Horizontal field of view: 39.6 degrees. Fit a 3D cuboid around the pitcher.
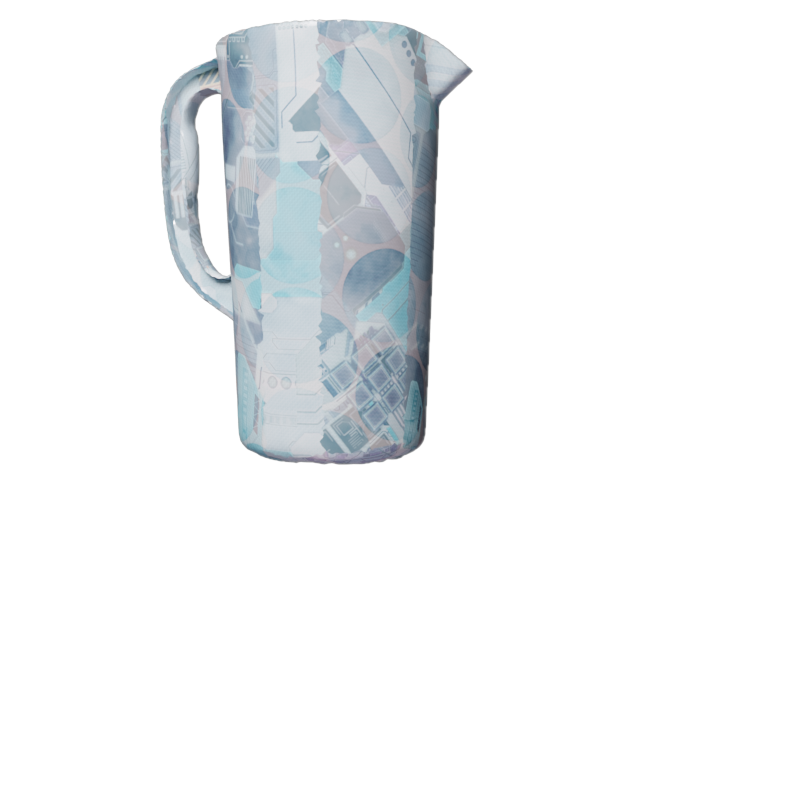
[{"bbox_3d":[-0.051,-0.092,0.647,0.140,0.244,0.154,0,1,-30],"label":"pitcher"}]
